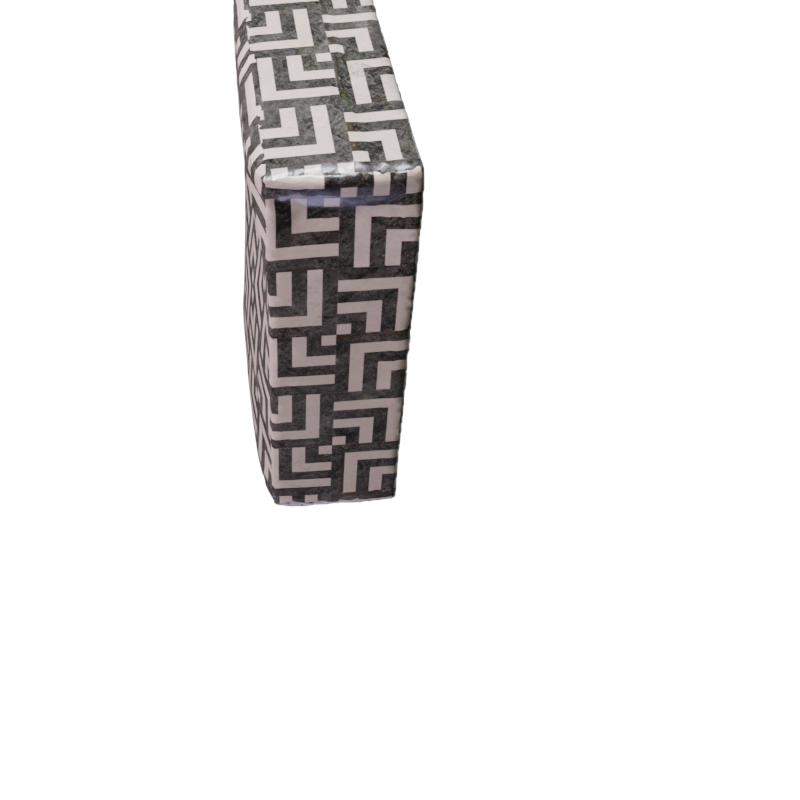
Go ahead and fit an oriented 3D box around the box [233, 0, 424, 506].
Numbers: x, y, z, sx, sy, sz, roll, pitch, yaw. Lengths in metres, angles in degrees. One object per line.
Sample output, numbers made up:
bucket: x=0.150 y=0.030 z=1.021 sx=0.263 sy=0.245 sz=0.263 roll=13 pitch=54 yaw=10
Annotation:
box: x=-0.043 y=-0.078 z=0.543 sx=0.071 sy=0.177 sz=0.199 roll=-5 pitch=-44 yaw=-8
